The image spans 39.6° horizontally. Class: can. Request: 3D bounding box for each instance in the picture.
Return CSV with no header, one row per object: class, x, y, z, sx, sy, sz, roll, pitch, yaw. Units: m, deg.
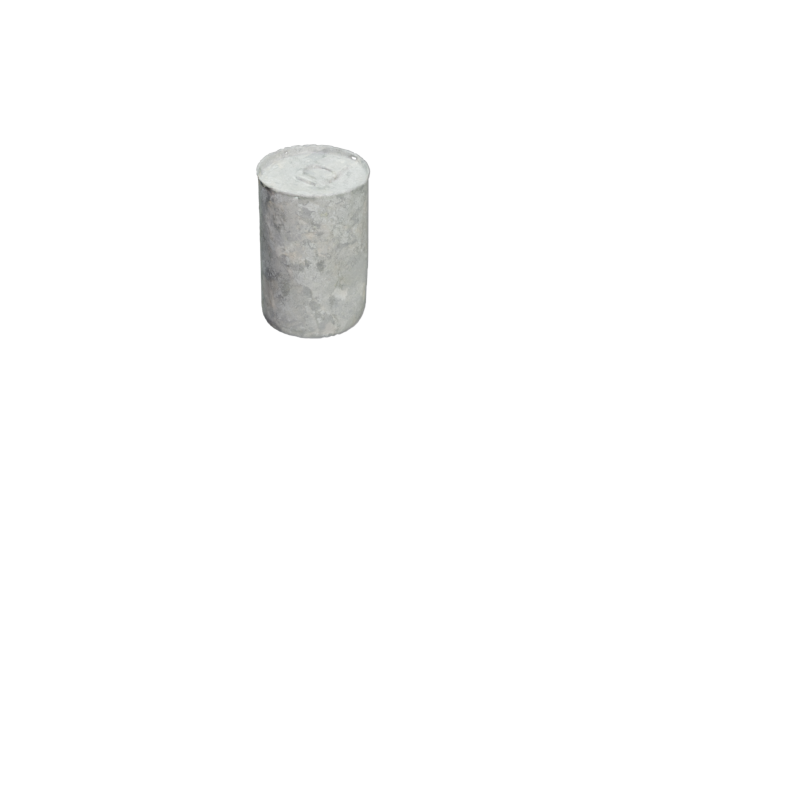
can,-0.054,-0.098,0.686,0.068,0.096,0.073,0,34,-3
